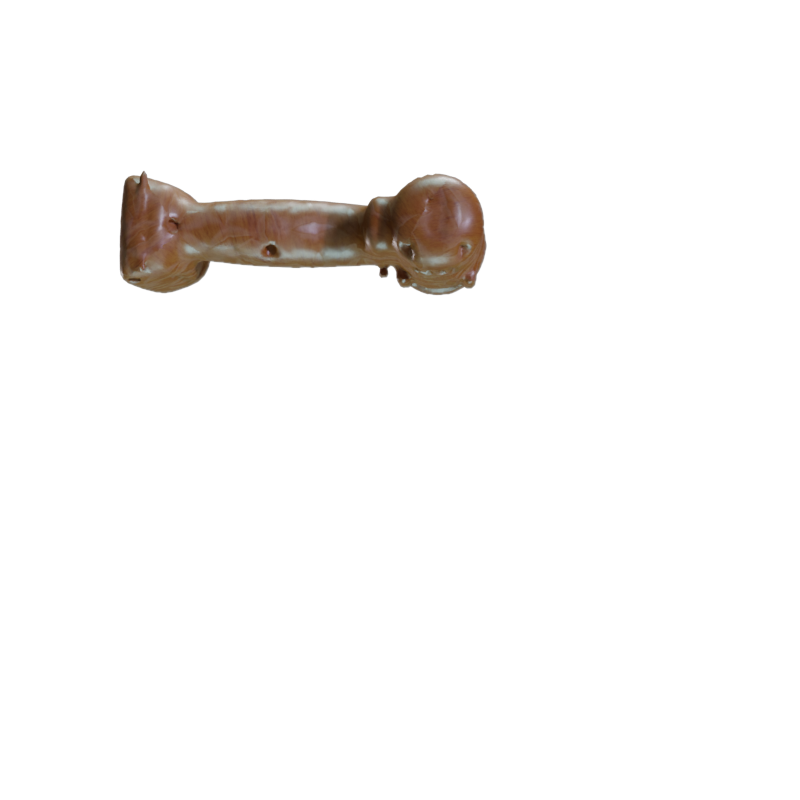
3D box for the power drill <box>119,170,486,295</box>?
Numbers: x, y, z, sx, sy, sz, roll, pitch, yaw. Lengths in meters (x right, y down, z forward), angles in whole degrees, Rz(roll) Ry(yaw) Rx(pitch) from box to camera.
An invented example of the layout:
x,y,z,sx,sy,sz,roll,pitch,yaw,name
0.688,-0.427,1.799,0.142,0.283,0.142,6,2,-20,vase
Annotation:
x,y,z,sx,sy,sz,roll,pitch,yaw,name
-0.047,-0.086,0.605,0.189,0.058,0.181,0,-2,4,power drill
